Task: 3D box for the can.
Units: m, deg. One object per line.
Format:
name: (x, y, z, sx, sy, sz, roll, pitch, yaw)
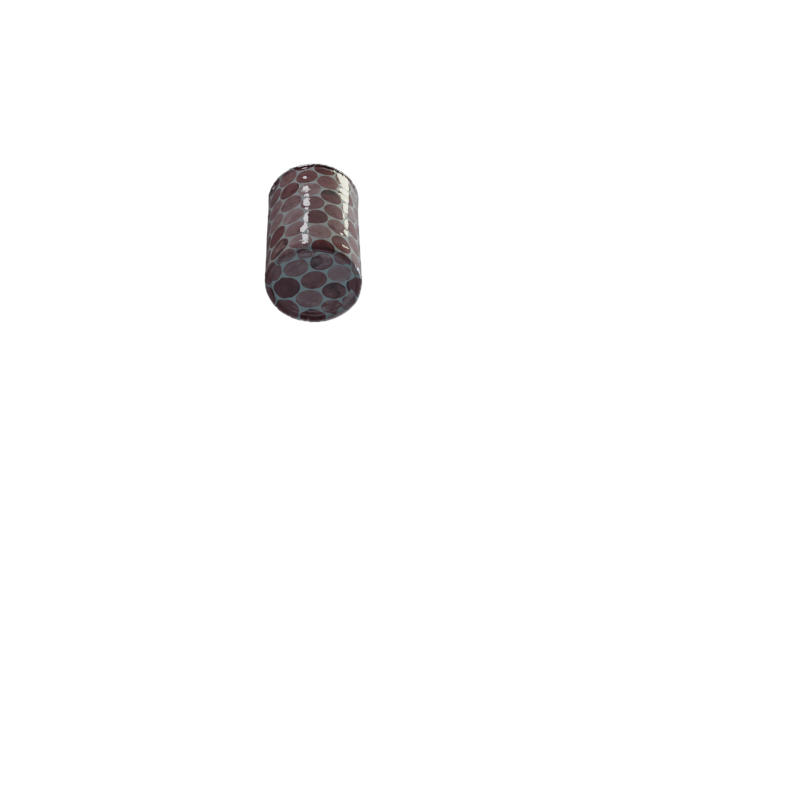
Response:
can: (-0.062, -0.113, 0.792, 0.068, 0.064, 0.110, -1, 42, -3)
